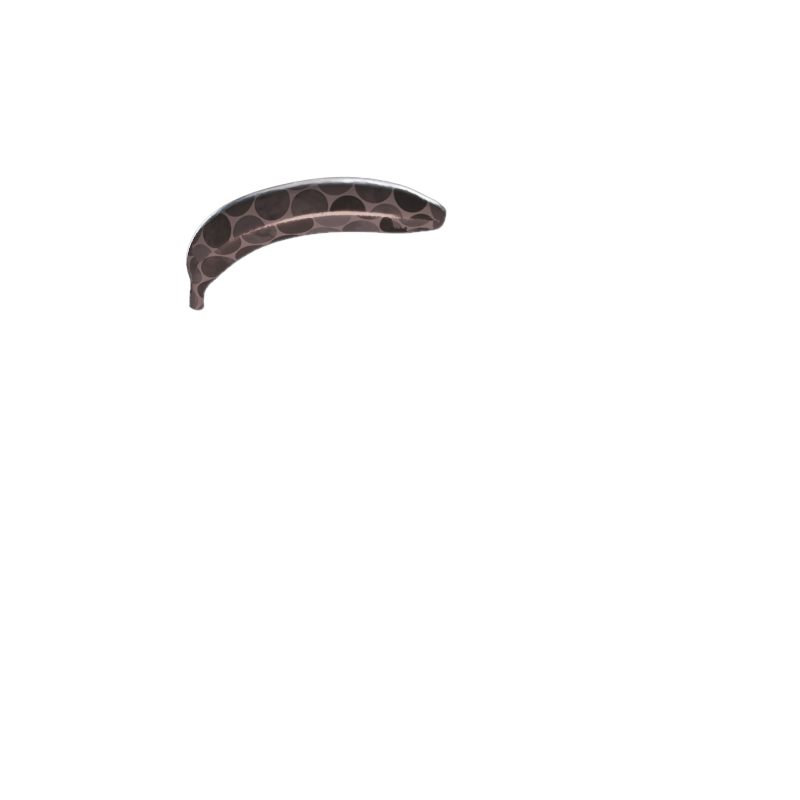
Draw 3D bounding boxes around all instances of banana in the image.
[{"bbox_3d":[-0.071,-0.120,0.761,0.199,0.039,0.064,-15,-43,17],"label":"banana"}]
